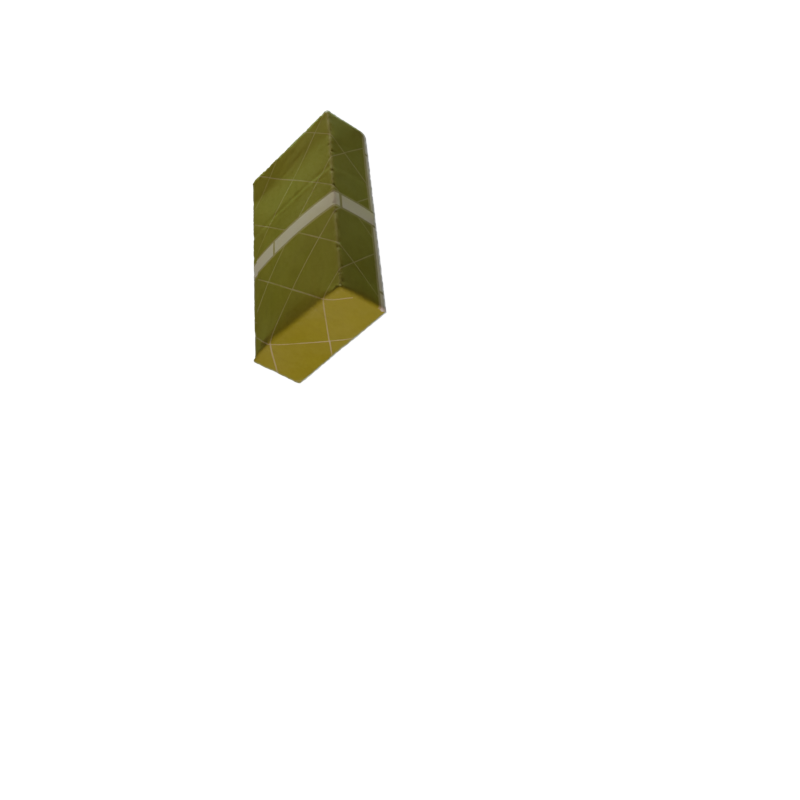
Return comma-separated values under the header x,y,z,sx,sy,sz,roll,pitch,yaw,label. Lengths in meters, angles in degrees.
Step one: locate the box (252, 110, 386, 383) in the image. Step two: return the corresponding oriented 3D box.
x,y,z,sx,sy,sz,roll,pitch,yaw,label
-0.060,-0.109,0.765,0.045,0.189,0.092,30,-51,-31,box
